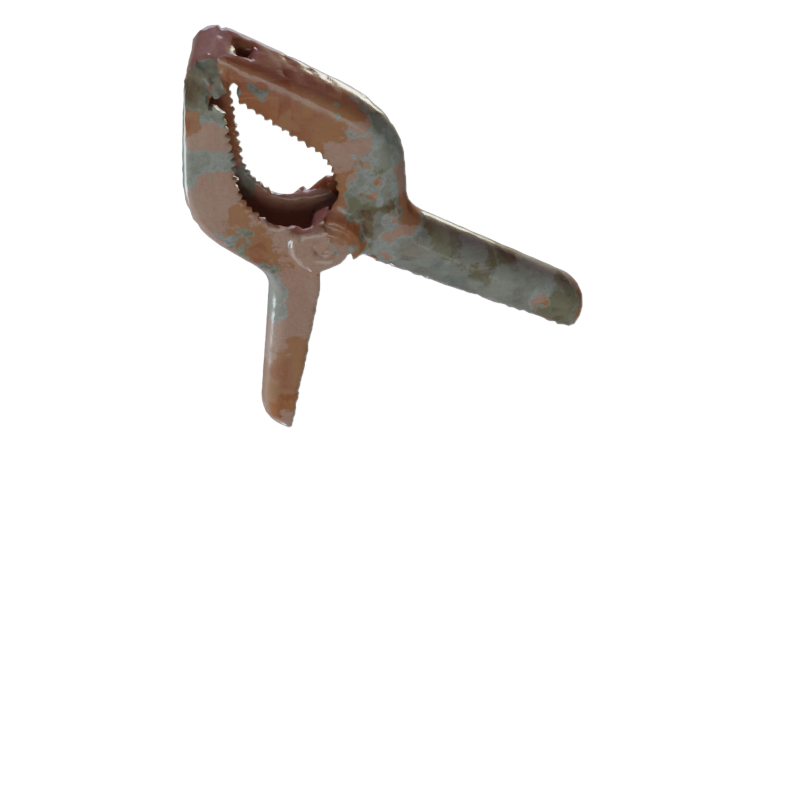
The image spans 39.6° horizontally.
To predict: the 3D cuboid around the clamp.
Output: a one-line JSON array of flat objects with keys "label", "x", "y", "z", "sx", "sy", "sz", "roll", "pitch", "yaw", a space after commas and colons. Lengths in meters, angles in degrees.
[{"label": "clamp", "x": -0.038, "y": -0.070, "z": 0.488, "sx": 0.164, "sy": 0.039, "sz": 0.196, "roll": -27, "pitch": -53, "yaw": 23}]
